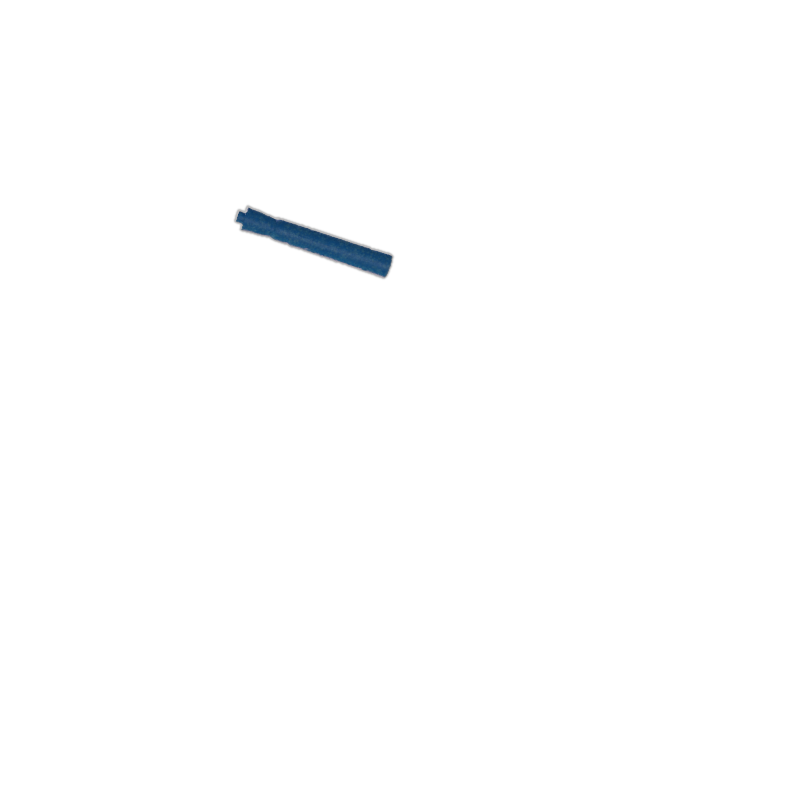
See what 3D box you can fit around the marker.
[{"bbox_3d":[-0.065,-0.119,0.832,0.120,0.020,0.020,18,2,-4],"label":"marker"}]
